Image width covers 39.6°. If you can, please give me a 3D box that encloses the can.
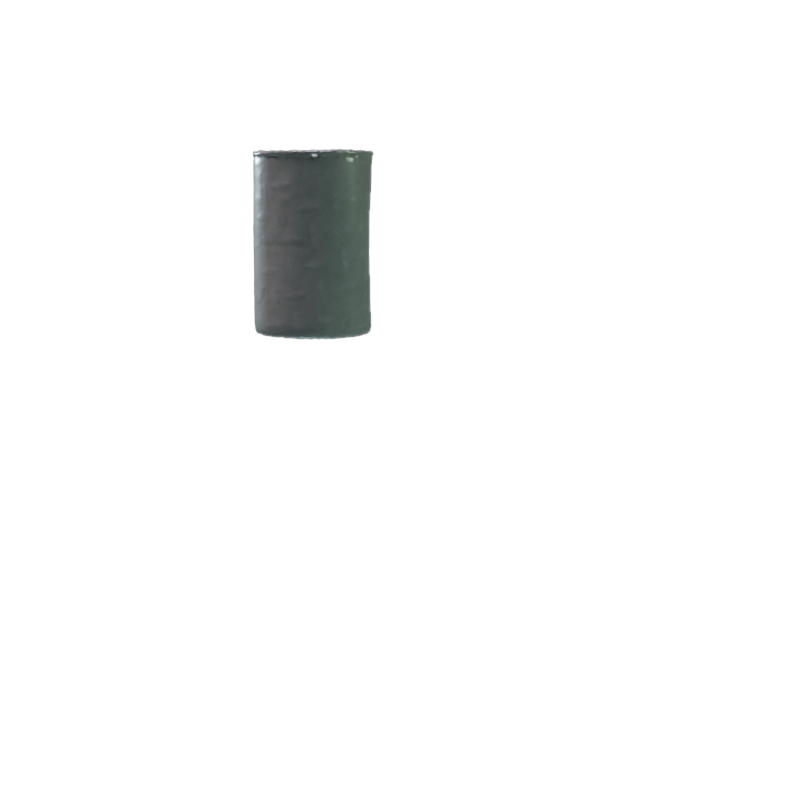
[{"bbox_3d":[-0.049,-0.089,0.625,0.068,0.101,0.069,0,6,-2],"label":"can"}]
